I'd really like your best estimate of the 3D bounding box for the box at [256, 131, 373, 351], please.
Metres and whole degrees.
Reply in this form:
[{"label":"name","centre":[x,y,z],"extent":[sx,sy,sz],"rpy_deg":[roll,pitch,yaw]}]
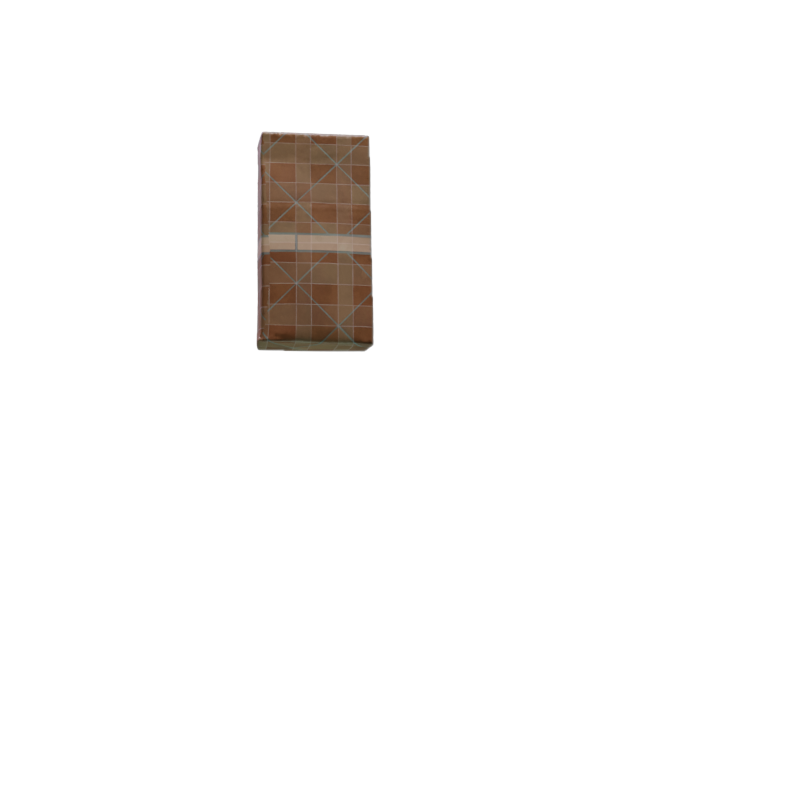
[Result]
[{"label":"box","centre":[-0.071,-0.130,0.910],"extent":[0.092,0.183,0.047],"rpy_deg":[1,-15,-8]}]
